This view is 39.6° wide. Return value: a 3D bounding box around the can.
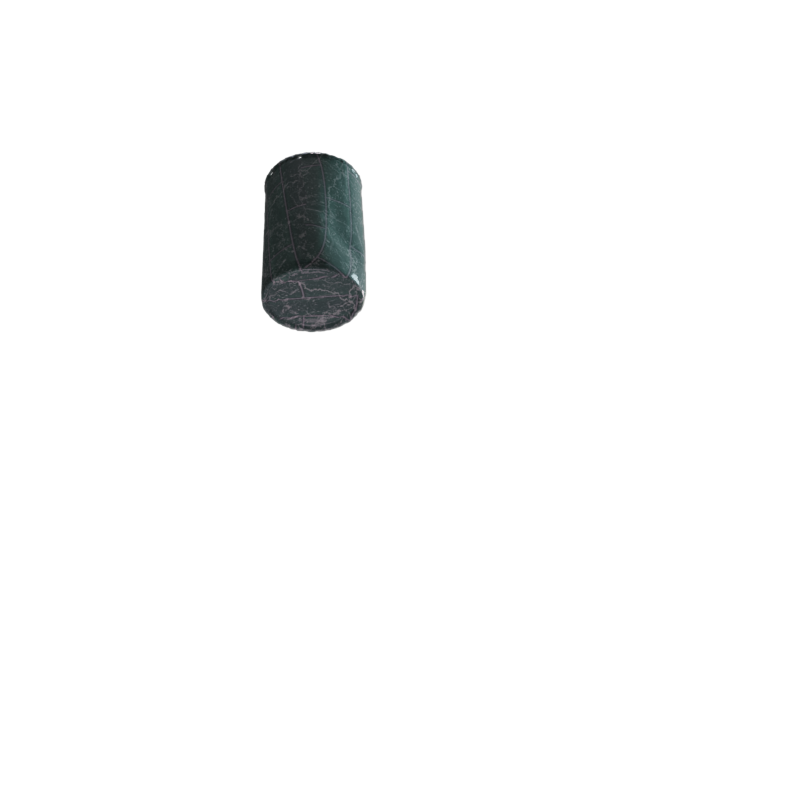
[{"bbox_3d":[-0.057,-0.105,0.734,0.068,0.110,0.064,-1,-38,-3],"label":"can"}]
